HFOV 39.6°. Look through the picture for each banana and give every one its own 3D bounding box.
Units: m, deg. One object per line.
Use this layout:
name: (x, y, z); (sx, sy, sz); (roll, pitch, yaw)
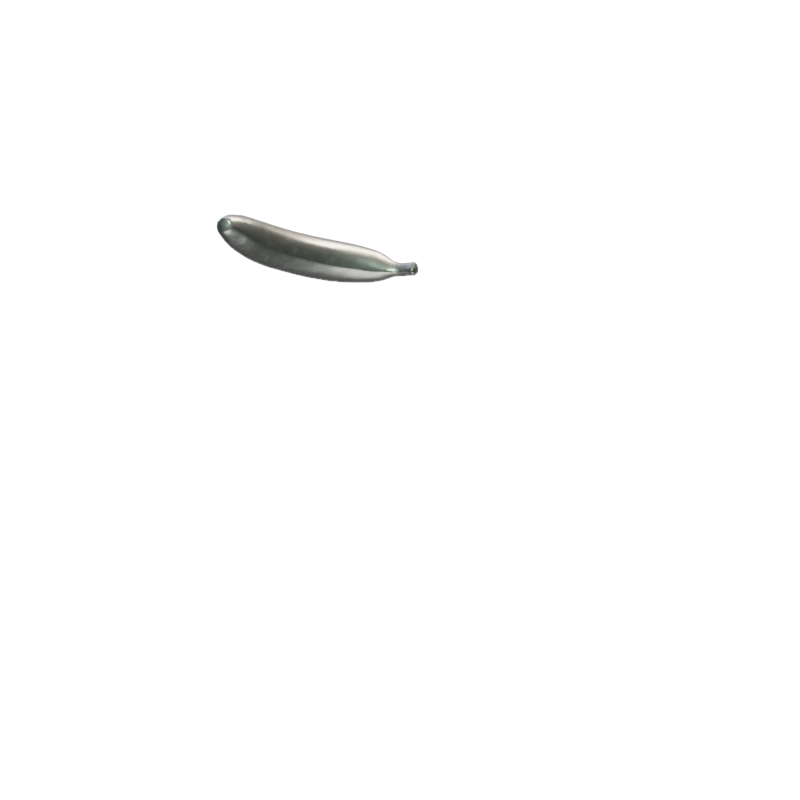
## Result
banana: (-0.084, -0.136, 1.000); (0.190, 0.038, 0.069); (8, -18, -27)
